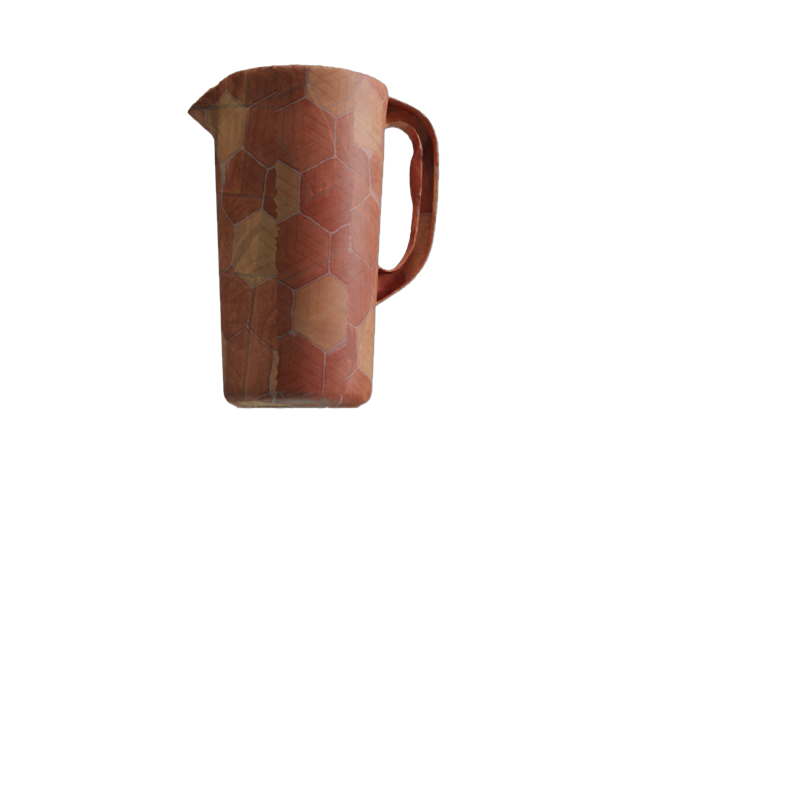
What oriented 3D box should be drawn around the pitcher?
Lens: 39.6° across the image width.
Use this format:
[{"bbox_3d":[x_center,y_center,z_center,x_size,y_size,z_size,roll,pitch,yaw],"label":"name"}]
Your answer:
[{"bbox_3d":[-0.064,-0.117,0.818,0.154,0.247,0.138,-4,-7,31],"label":"pitcher"}]
